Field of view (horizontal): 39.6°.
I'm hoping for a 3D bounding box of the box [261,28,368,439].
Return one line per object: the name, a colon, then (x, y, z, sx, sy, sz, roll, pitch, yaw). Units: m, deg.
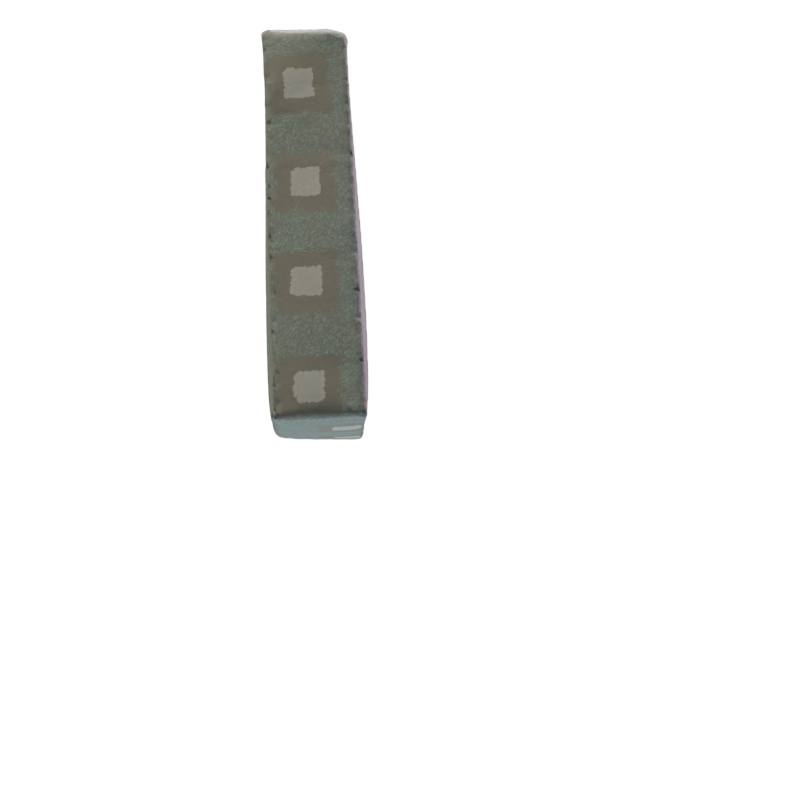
box: (-0.040, -0.074, 0.517, 0.048, 0.183, 0.090, 0, -13, -3)
